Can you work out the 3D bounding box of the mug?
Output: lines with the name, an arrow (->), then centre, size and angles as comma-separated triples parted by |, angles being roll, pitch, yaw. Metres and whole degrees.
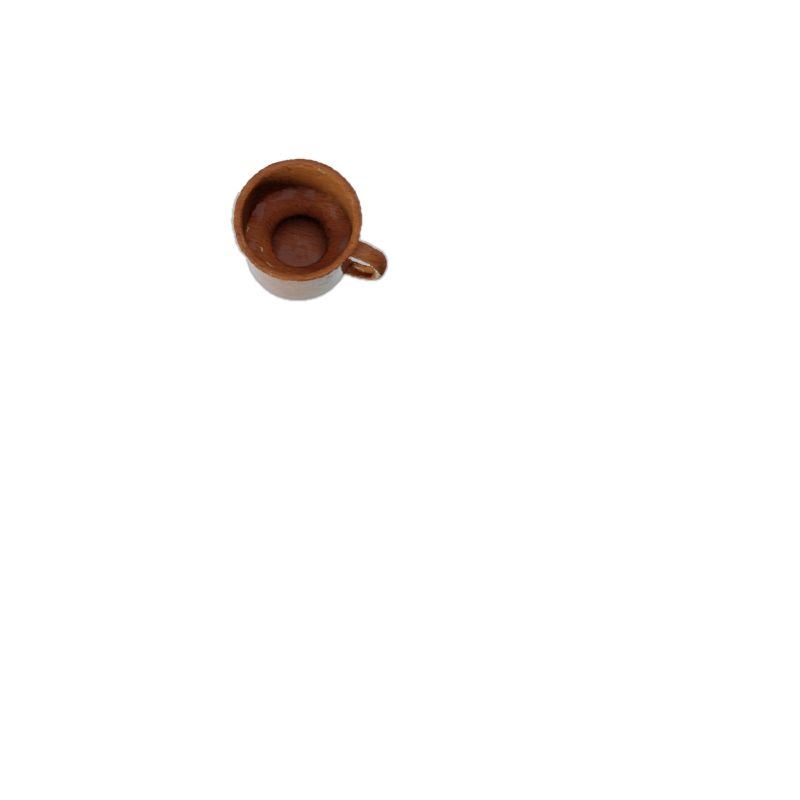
mug -> -0.065, -0.118, 0.828 | 0.118, 0.096, 0.079 | 20, -14, 4
